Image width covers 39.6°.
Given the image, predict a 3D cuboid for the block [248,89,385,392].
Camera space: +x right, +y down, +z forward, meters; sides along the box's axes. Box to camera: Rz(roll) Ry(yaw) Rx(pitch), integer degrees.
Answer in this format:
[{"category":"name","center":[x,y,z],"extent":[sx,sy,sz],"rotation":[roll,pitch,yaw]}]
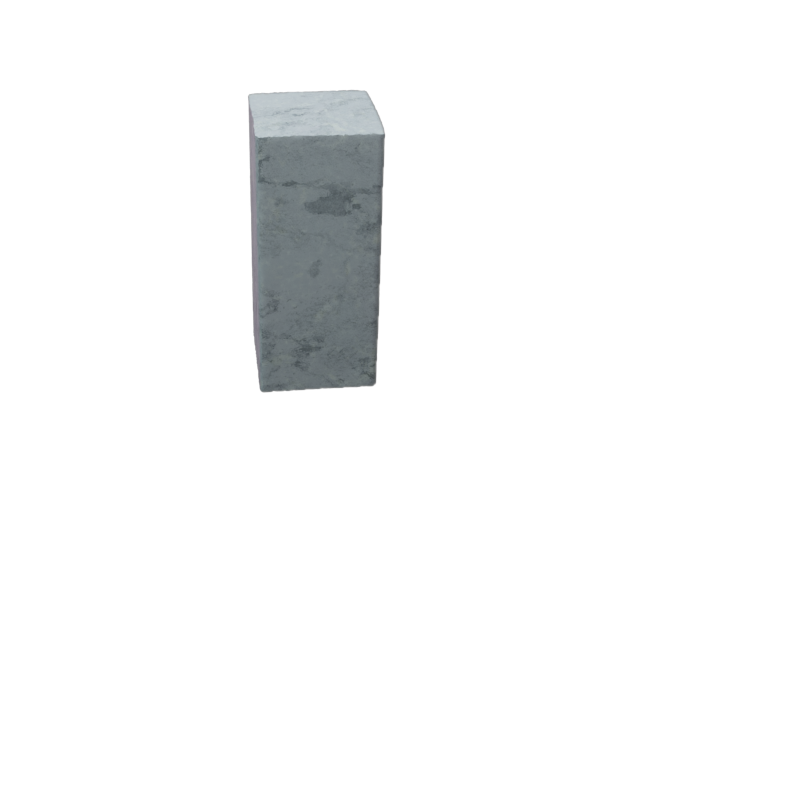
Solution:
[{"category":"block","center":[-0.065,-0.119,0.828],"extent":[0.090,0.194,0.096],"rotation":[-3,30,-8]}]
